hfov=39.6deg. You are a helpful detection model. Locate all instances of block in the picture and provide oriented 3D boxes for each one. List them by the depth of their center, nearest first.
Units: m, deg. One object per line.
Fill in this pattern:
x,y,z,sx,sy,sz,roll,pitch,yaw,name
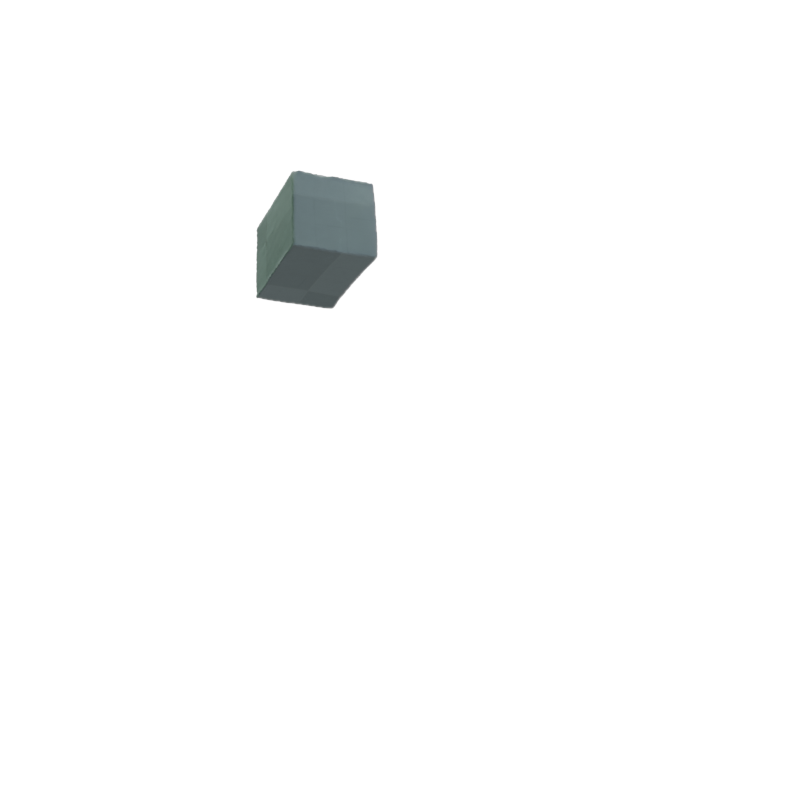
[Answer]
-0.052,-0.096,0.670,0.051,0.054,0.076,8,-24,-21,block
